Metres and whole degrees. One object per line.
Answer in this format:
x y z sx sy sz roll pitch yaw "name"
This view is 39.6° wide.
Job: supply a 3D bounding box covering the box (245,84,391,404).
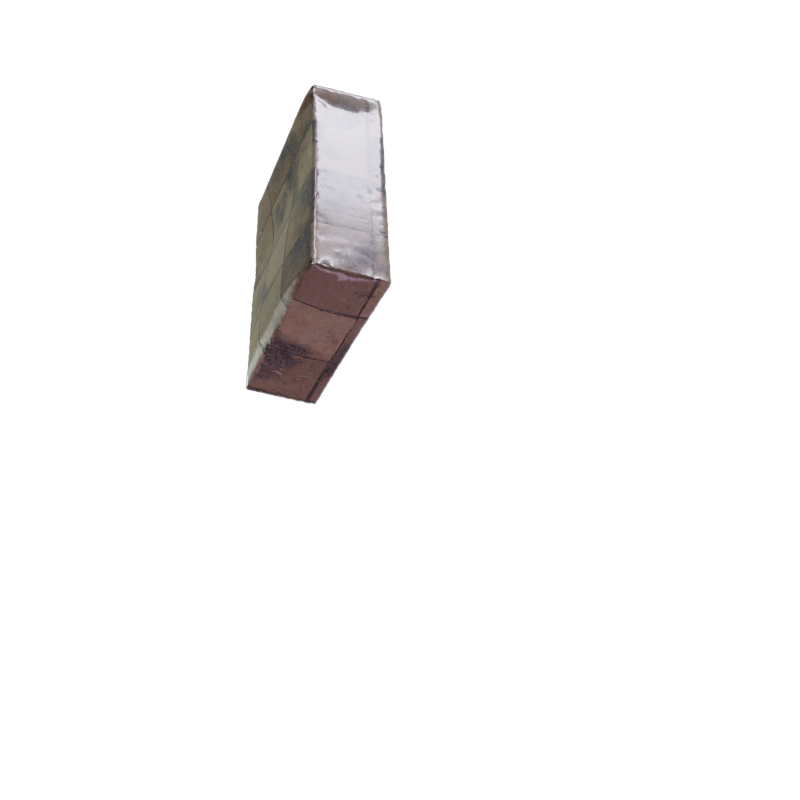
-0.073 -0.133 0.928 0.070 0.229 0.157 13 -42 -19 "box"
